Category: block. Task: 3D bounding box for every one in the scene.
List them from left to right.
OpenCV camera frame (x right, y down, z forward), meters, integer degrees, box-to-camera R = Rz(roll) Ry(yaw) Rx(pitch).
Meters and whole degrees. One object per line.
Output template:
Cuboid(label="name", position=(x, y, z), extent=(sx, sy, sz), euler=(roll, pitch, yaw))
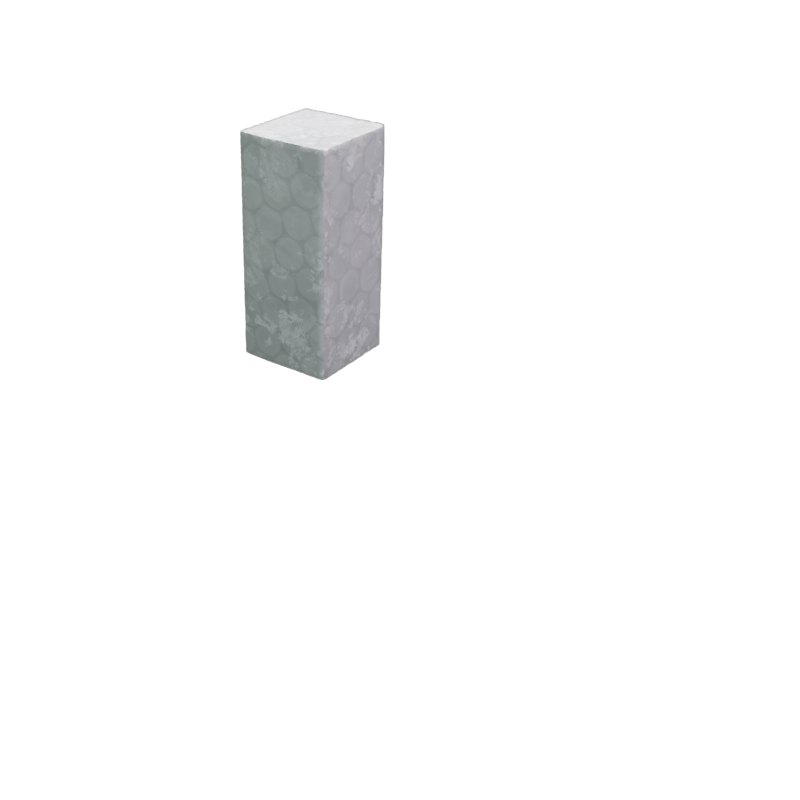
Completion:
Cuboid(label="block", position=(-0.075, -0.136, 0.957), extent=(0.095, 0.196, 0.091), euler=(18, 29, 31))
